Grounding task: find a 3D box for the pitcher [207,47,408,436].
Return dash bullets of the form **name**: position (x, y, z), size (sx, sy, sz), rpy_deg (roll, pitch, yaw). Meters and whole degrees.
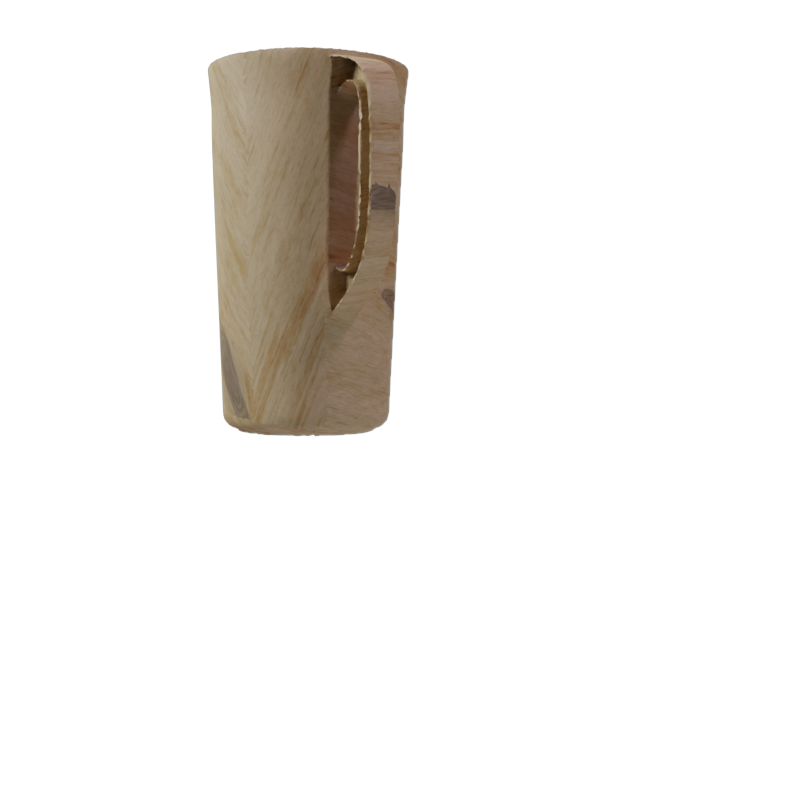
- **pitcher**: position (-0.056, -0.102, 0.717), size (0.148, 0.245, 0.145), rpy_deg (-1, -2, 16)
